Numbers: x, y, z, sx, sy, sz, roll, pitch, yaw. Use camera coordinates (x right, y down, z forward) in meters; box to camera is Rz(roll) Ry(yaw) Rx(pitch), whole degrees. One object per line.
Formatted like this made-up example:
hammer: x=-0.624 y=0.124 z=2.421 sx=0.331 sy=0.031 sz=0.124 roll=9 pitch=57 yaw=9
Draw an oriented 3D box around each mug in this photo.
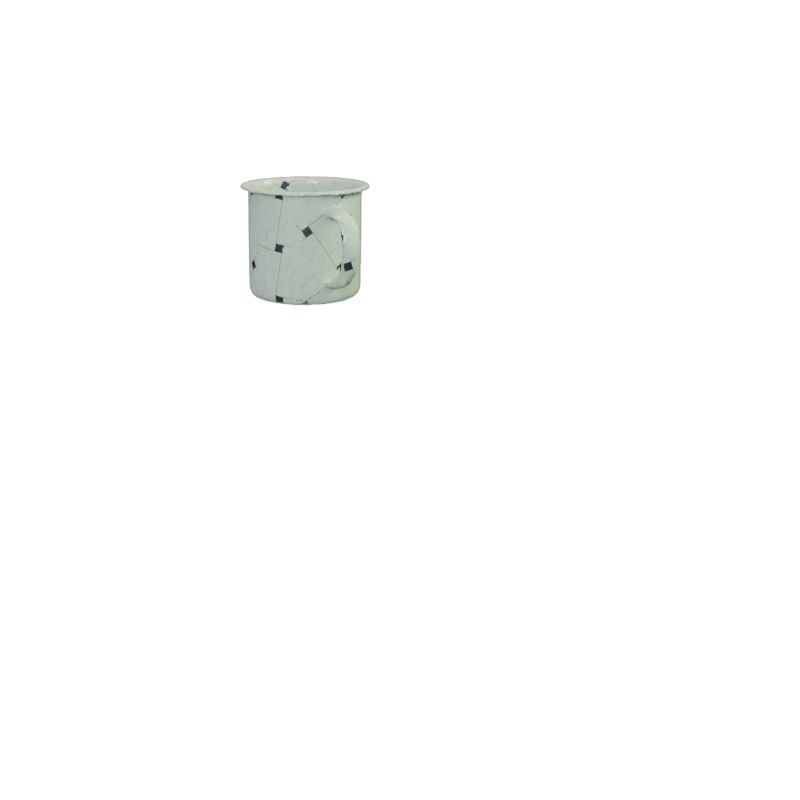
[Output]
mug: x=-0.062 y=-0.113 z=0.795 sx=0.091 sy=0.079 sz=0.124 roll=-9 pitch=18 yaw=-32
